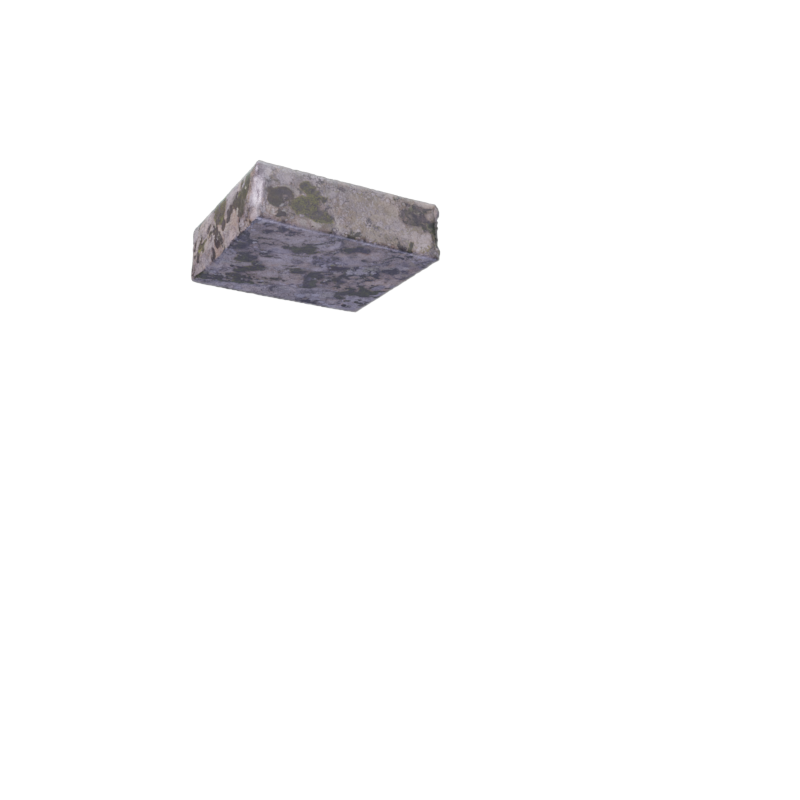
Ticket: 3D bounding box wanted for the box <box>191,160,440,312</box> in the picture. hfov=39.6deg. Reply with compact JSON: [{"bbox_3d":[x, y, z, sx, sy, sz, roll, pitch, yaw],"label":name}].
[{"bbox_3d":[-0.038,-0.070,0.491,0.086,0.032,0.072,9,-21,-27],"label":"box"}]
